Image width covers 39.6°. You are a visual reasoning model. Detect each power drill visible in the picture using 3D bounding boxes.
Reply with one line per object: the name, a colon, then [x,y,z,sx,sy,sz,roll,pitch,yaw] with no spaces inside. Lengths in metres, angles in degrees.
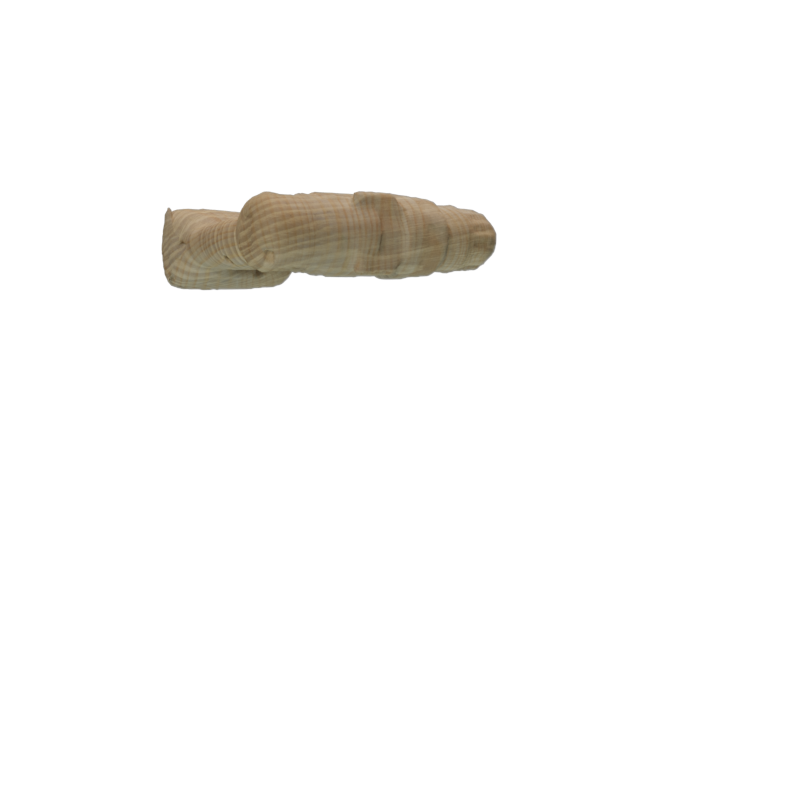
power drill: [-0.057,-0.104,0.726,0.177,0.058,0.194,-1,2,-37]
